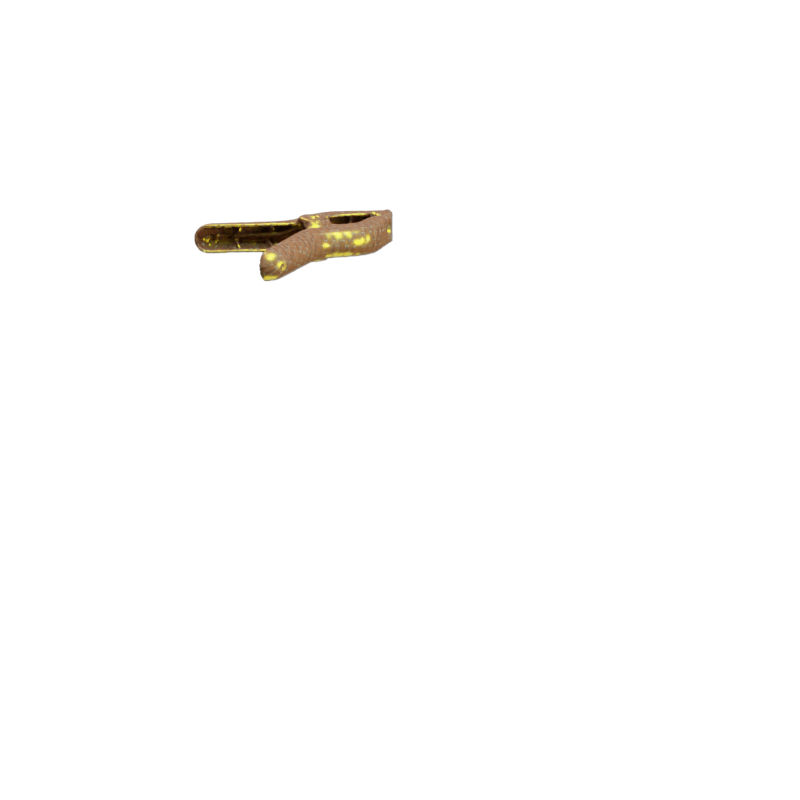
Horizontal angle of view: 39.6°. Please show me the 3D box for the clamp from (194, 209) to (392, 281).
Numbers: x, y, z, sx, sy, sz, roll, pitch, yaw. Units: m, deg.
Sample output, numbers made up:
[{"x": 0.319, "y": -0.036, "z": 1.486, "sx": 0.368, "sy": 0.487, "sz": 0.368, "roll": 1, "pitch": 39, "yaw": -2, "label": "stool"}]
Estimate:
[{"x": -0.072, "y": -0.130, "z": 0.914, "sx": 0.168, "sy": 0.037, "sz": 0.129, "roll": -13, "pitch": 30, "yaw": -23, "label": "clamp"}]
